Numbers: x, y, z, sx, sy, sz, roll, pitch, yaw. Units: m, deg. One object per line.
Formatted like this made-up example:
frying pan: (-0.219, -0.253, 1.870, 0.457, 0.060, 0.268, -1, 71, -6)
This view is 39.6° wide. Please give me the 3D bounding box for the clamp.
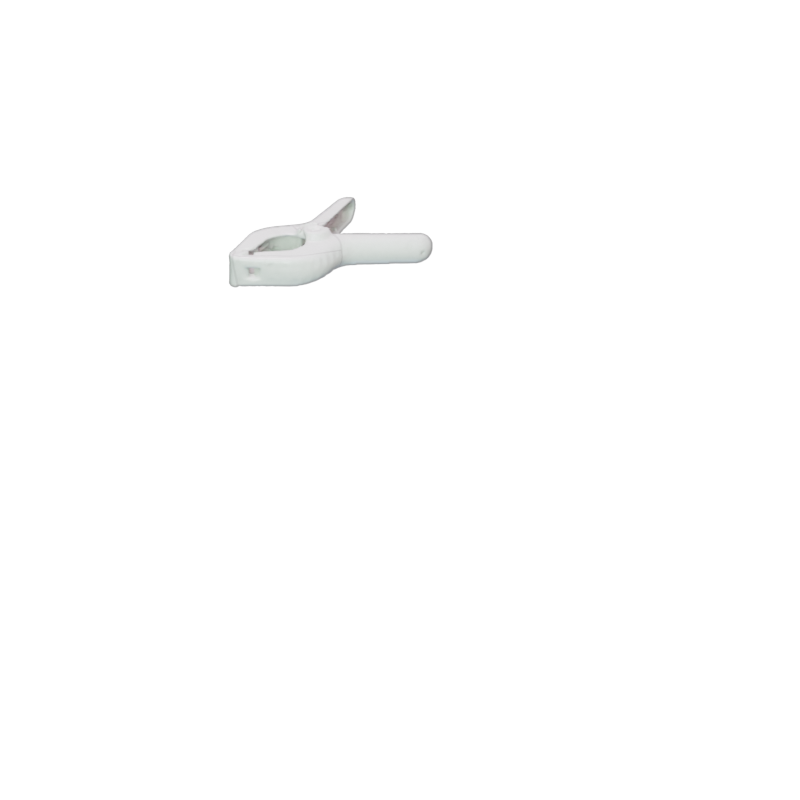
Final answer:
clamp: (-0.073, -0.133, 0.932, 0.168, 0.037, 0.128, -13, 27, -26)
